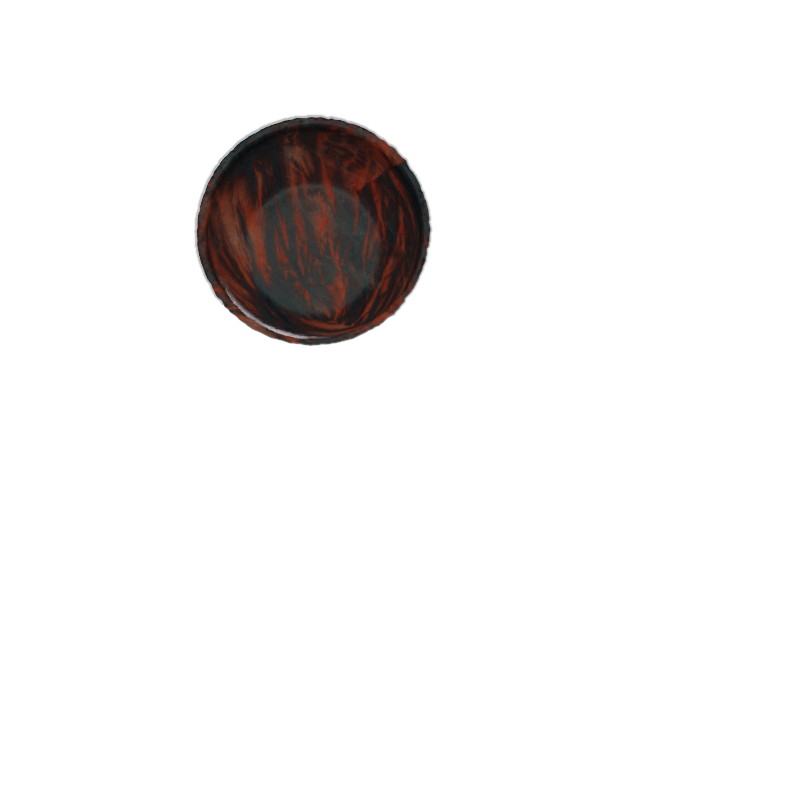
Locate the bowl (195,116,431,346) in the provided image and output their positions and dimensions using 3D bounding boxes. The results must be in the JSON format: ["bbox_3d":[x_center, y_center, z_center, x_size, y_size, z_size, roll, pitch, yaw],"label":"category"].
[{"bbox_3d":[-0.058,-0.106,0.739,0.162,0.157,0.057,0,14,-1],"label":"bowl"}]
